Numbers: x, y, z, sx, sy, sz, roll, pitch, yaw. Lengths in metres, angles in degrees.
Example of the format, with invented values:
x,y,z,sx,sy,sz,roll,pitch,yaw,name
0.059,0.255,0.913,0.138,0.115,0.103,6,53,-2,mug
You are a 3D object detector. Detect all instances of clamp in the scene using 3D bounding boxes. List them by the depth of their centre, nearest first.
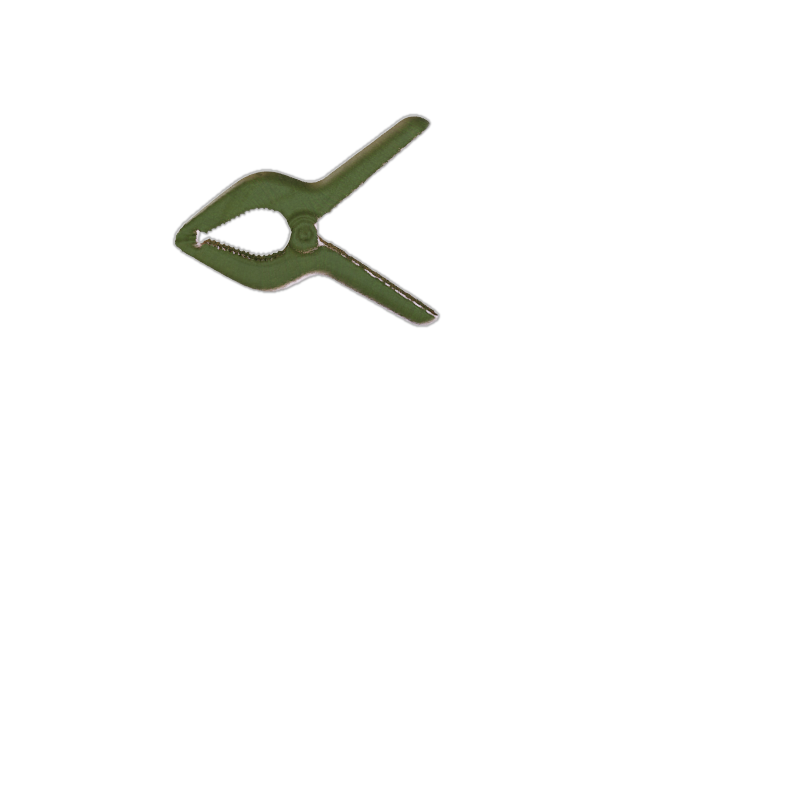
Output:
x,y,z,sx,sy,sz,roll,pitch,yaw,name
-0.068,-0.123,0.864,0.210,0.161,0.037,-10,9,1,clamp
